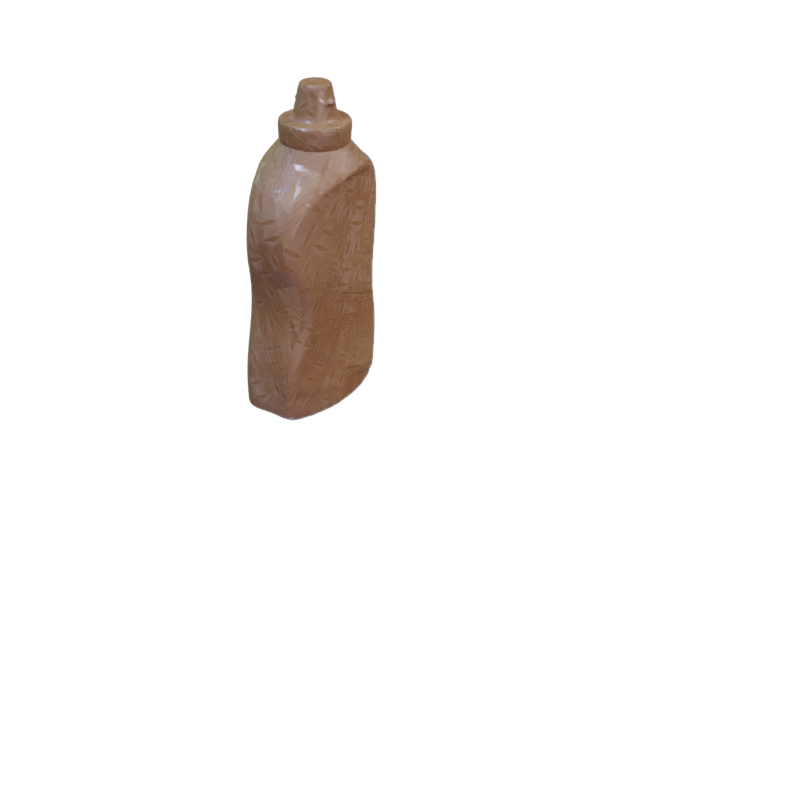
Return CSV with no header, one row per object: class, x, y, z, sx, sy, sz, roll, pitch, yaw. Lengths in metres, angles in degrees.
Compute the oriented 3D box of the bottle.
bottle,-0.050,-0.091,0.639,0.061,0.181,0.096,18,31,28
